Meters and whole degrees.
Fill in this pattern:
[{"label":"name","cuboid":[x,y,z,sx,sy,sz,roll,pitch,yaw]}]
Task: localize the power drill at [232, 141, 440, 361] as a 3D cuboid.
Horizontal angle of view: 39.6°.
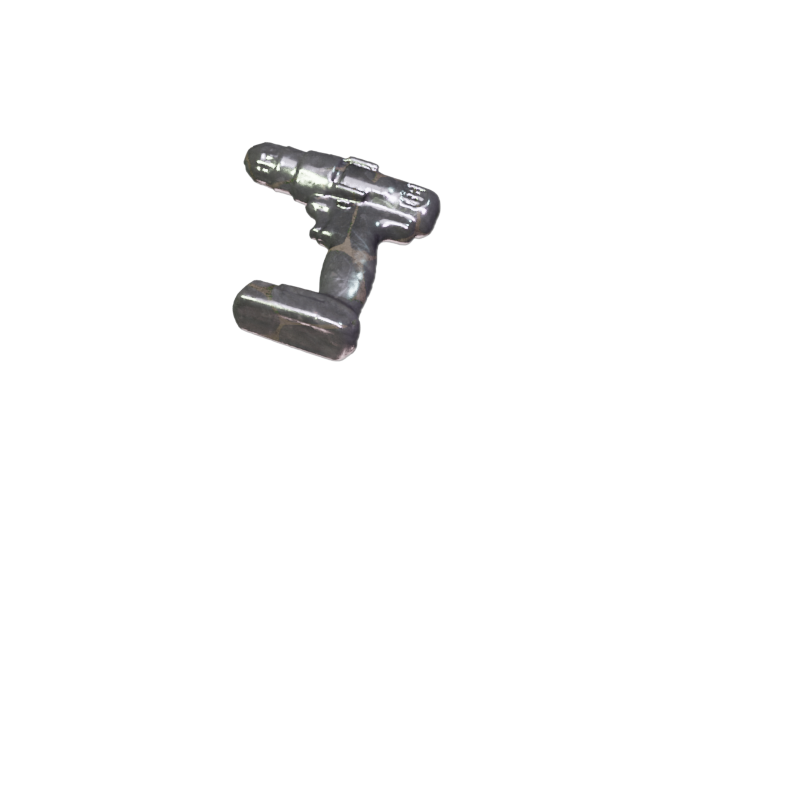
[{"label":"power drill","cuboid":[-0.075,-0.137,0.959,0.189,0.196,0.054,17,-32,10]}]
